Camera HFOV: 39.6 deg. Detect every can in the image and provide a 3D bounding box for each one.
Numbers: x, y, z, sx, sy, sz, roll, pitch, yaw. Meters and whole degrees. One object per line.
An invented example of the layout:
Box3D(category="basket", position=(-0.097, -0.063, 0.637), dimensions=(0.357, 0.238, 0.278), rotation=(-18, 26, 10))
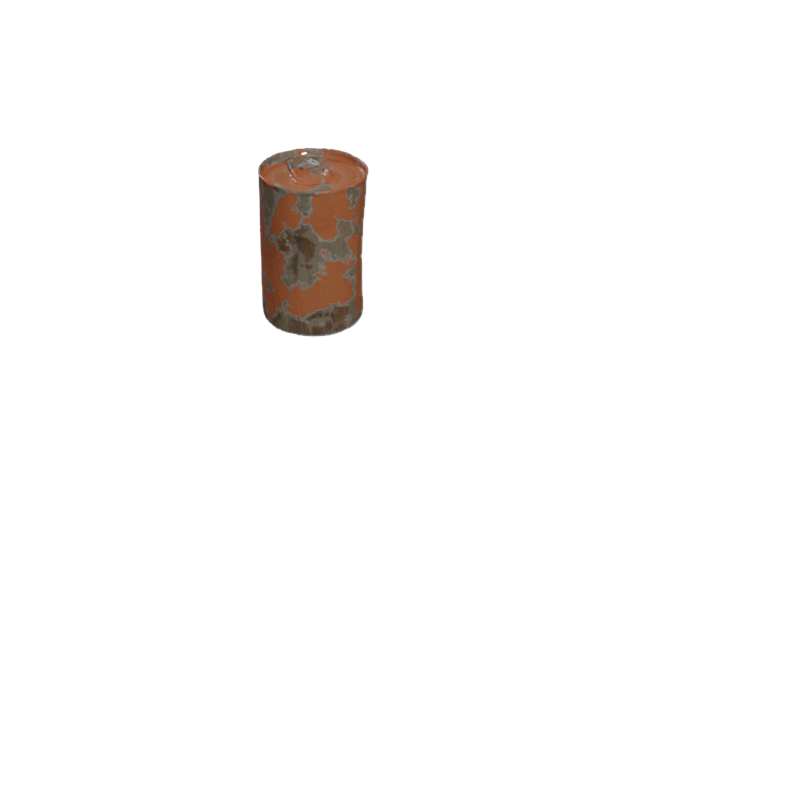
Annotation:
Box3D(category="can", position=(-0.055, -0.100, 0.704), dimensions=(0.068, 0.096, 0.073), rotation=(0, 31, -3))
